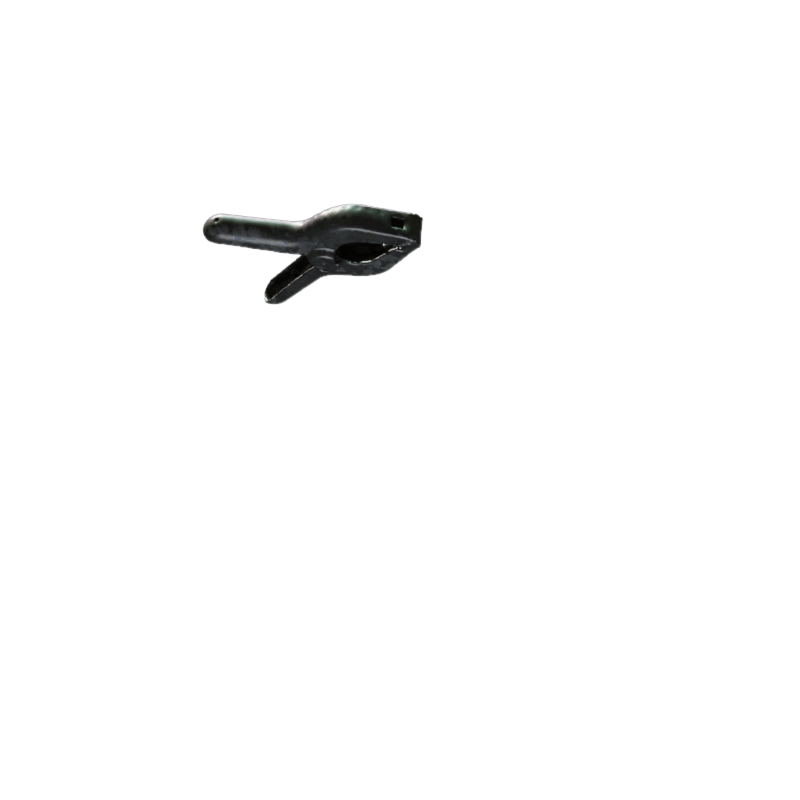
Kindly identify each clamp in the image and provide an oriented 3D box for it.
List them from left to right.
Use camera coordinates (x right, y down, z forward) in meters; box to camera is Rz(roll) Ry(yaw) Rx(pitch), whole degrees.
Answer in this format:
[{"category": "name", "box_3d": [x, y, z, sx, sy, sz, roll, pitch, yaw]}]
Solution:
[{"category": "clamp", "box_3d": [-0.069, -0.127, 0.887, 0.174, 0.041, 0.112, -14, -27, 29]}]
